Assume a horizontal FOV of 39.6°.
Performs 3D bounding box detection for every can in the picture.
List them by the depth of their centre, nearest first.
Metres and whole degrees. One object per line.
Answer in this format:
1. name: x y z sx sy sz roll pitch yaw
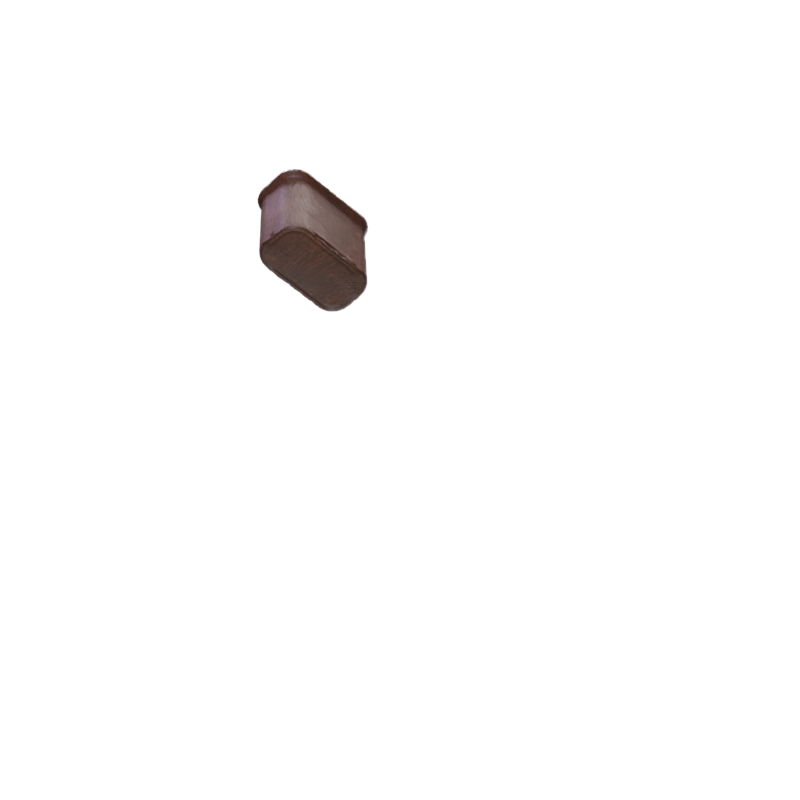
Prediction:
1. can: -0.075 -0.136 0.951 0.096 0.090 0.057 36 -59 -28
